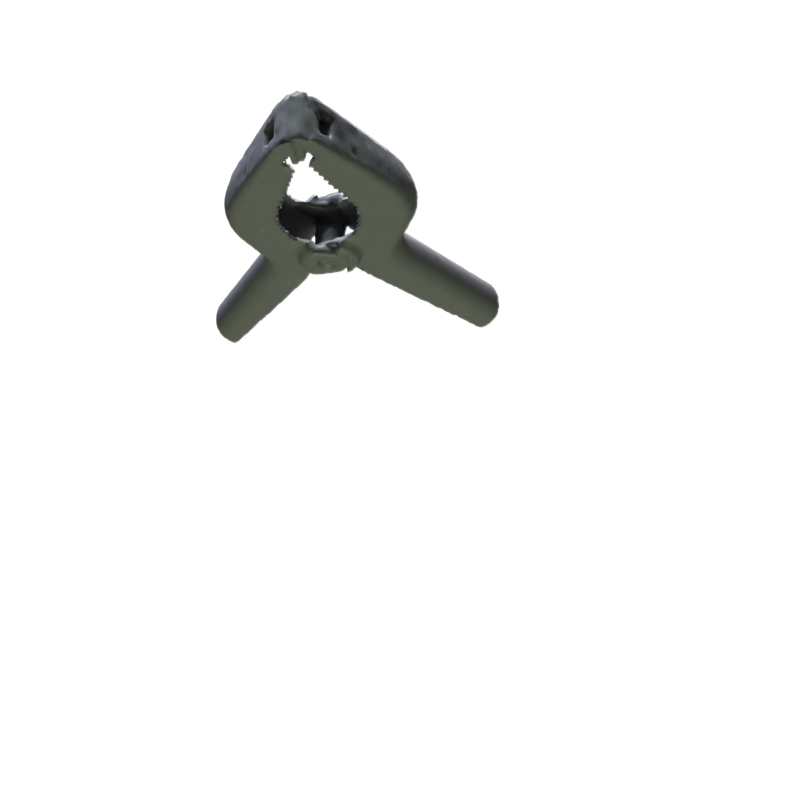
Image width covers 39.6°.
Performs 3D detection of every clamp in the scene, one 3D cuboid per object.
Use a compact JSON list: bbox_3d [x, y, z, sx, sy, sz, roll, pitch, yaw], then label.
[{"bbox_3d":[-0.045,-0.082,0.576,0.167,0.039,0.195,-7,-26,13],"label":"clamp"}]
